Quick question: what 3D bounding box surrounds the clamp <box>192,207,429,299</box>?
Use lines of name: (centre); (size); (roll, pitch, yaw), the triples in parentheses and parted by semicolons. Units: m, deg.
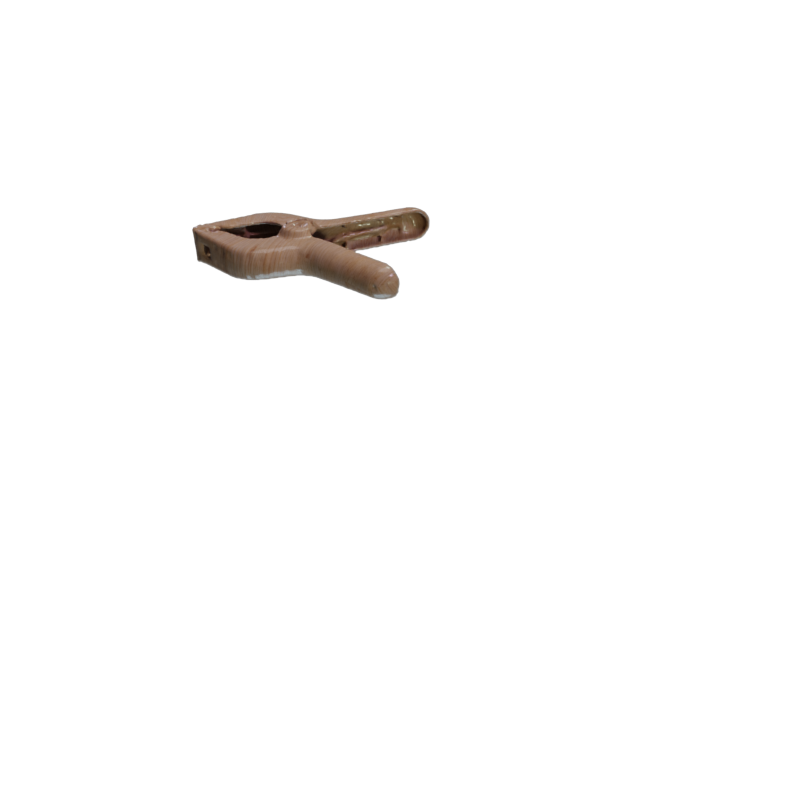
clamp: (-0.063, -0.115, 0.803); (0.178, 0.037, 0.122); (11, 27, 21)
